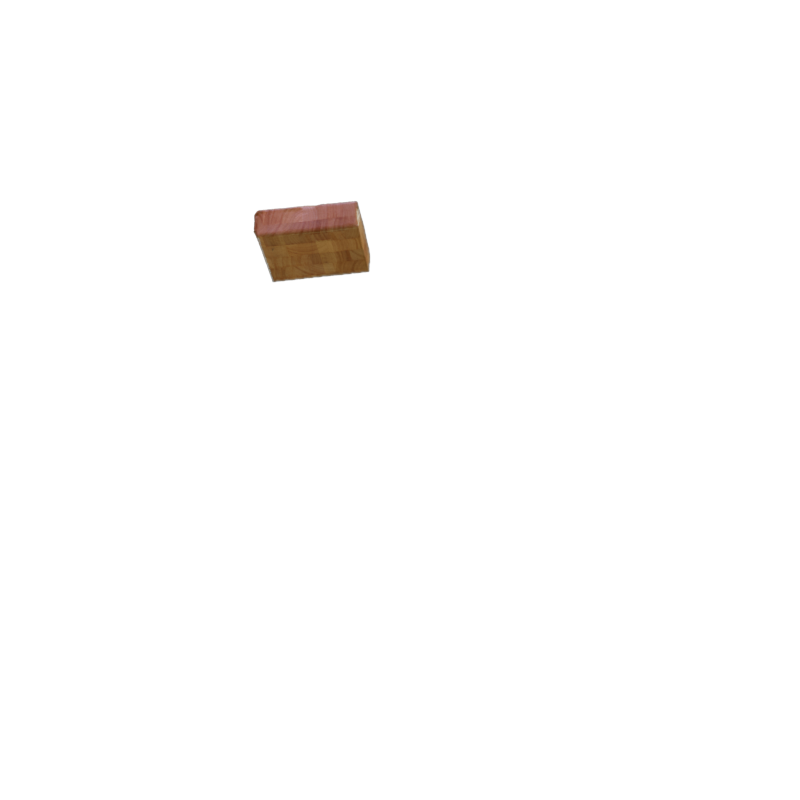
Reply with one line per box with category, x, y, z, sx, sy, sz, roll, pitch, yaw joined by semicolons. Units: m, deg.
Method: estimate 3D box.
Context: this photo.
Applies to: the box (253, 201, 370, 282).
box;-0.074;-0.135;0.945;0.090;0.032;0.068;-4;-28;7
